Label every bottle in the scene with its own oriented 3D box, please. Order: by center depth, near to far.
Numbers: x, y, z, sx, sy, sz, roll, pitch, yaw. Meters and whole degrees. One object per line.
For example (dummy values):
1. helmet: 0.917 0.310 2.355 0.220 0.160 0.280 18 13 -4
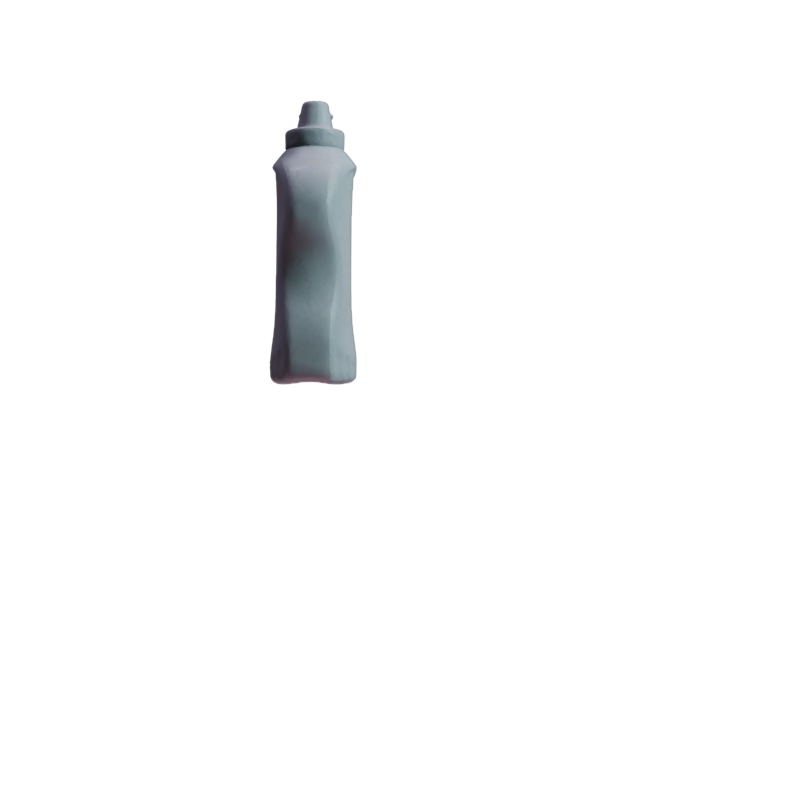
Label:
1. bottle: -0.058 -0.107 0.752 0.059 0.195 0.094 -1 -5 3
